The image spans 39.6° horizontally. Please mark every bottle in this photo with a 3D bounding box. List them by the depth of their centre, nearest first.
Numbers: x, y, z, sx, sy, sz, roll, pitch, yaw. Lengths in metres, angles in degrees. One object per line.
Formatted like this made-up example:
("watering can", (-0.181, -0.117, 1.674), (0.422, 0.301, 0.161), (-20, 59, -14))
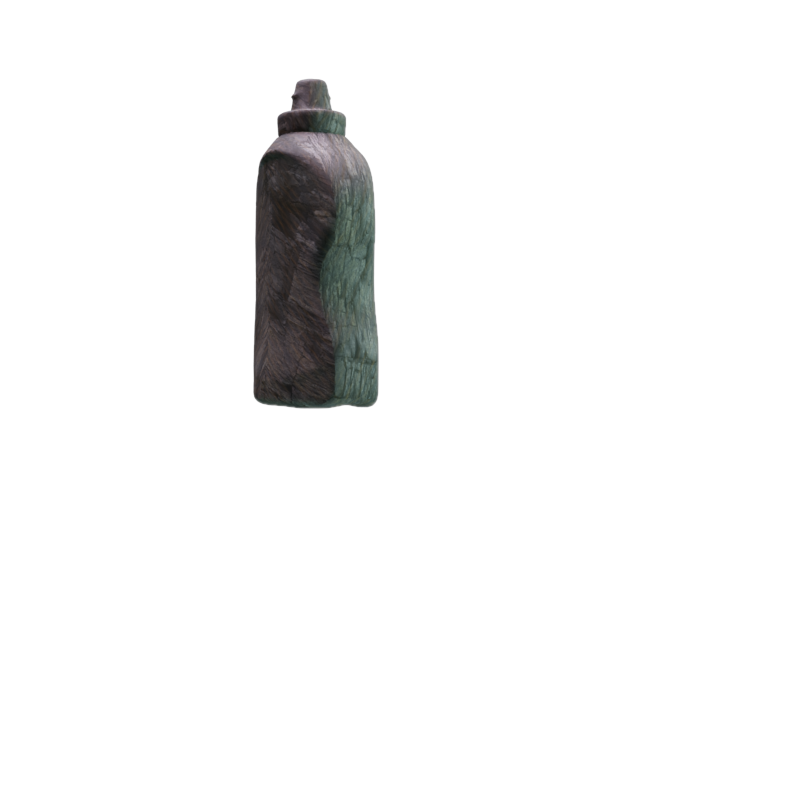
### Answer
("bottle", (-0.052, -0.093, 0.653), (0.056, 0.194, 0.098), (2, -5, -31))
